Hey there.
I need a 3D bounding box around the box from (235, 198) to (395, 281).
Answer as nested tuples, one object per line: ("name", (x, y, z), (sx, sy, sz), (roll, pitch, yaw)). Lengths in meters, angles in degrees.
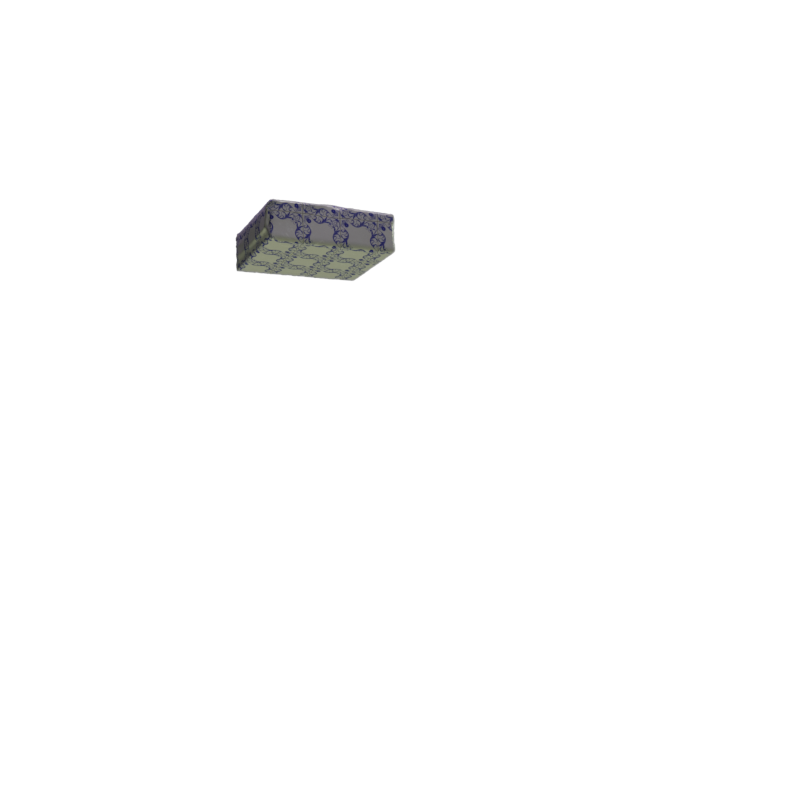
("box", (-0.058, -0.105, 0.738), (0.087, 0.031, 0.073), (4, -13, -21))
